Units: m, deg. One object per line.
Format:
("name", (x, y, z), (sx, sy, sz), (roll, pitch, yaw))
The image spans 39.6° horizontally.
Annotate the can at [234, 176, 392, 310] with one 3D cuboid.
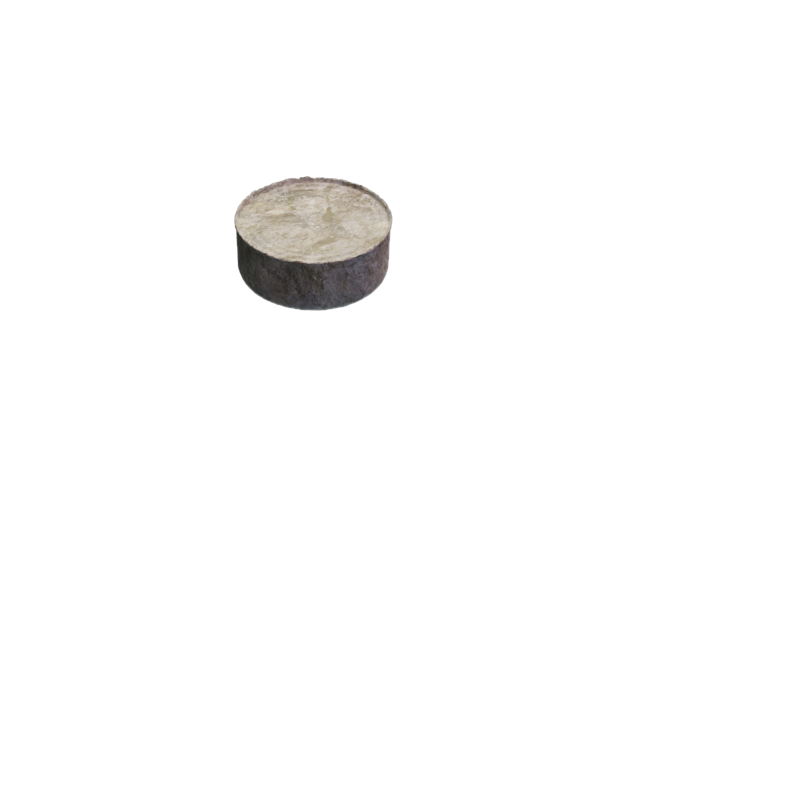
("can", (-0.048, -0.087, 0.611), (0.086, 0.031, 0.092), (-1, 39, -2))
